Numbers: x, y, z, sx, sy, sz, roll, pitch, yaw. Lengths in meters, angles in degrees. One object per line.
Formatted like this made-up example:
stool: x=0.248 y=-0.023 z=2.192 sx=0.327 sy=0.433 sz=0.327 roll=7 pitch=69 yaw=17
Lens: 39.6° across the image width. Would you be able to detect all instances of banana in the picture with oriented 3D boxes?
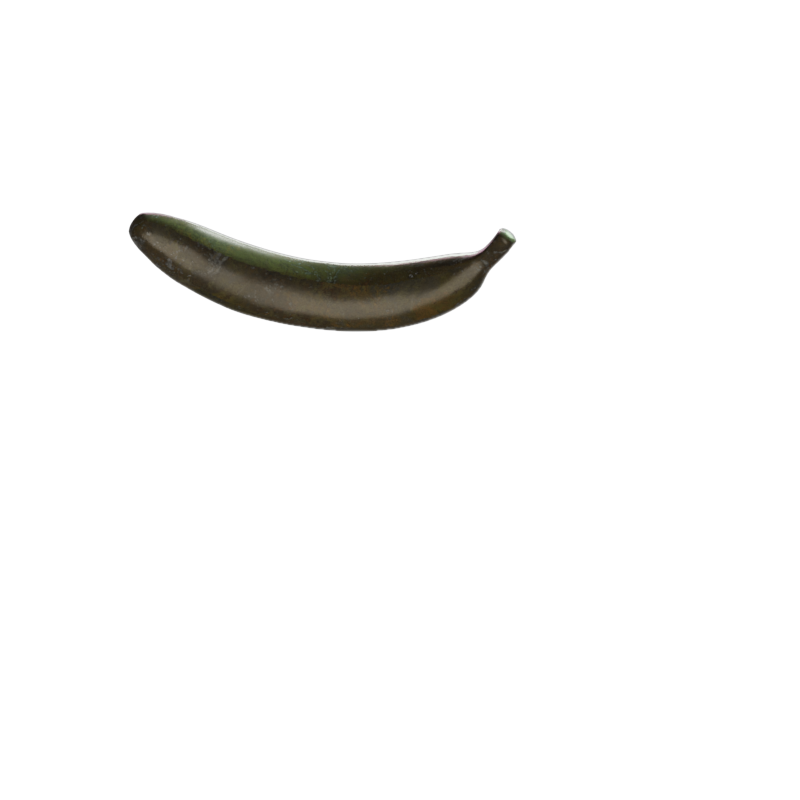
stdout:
banana: x=-0.043 y=-0.068 z=0.588 sx=0.197 sy=0.065 sz=0.039 roll=1 pitch=31 yaw=-1
